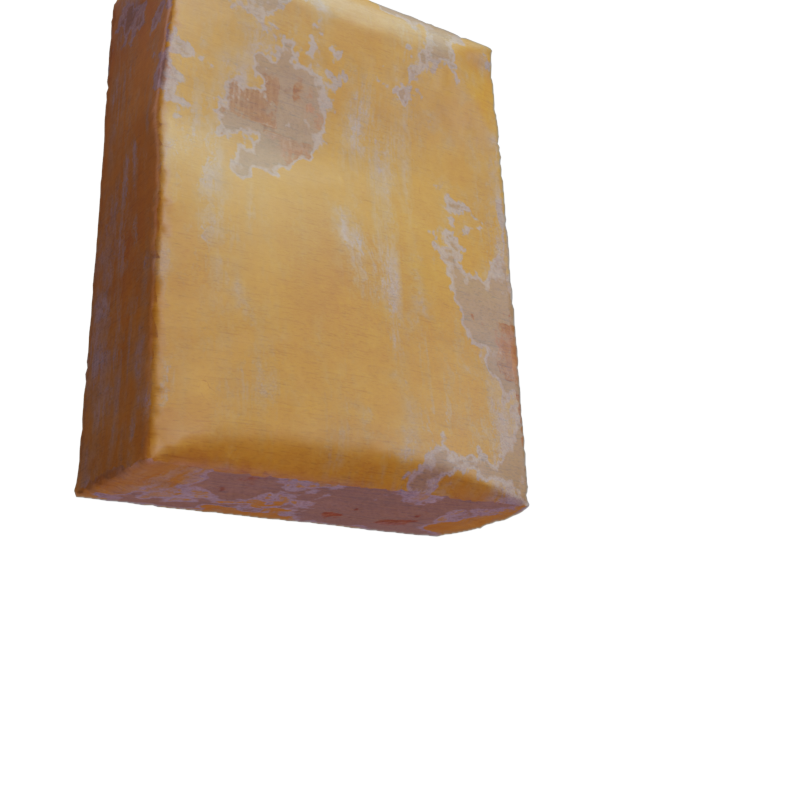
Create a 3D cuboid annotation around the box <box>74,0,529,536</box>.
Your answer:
[{"bbox_3d":[-0.035,-0.063,0.445,0.156,0.225,0.071,12,-26,-31],"label":"box"}]
